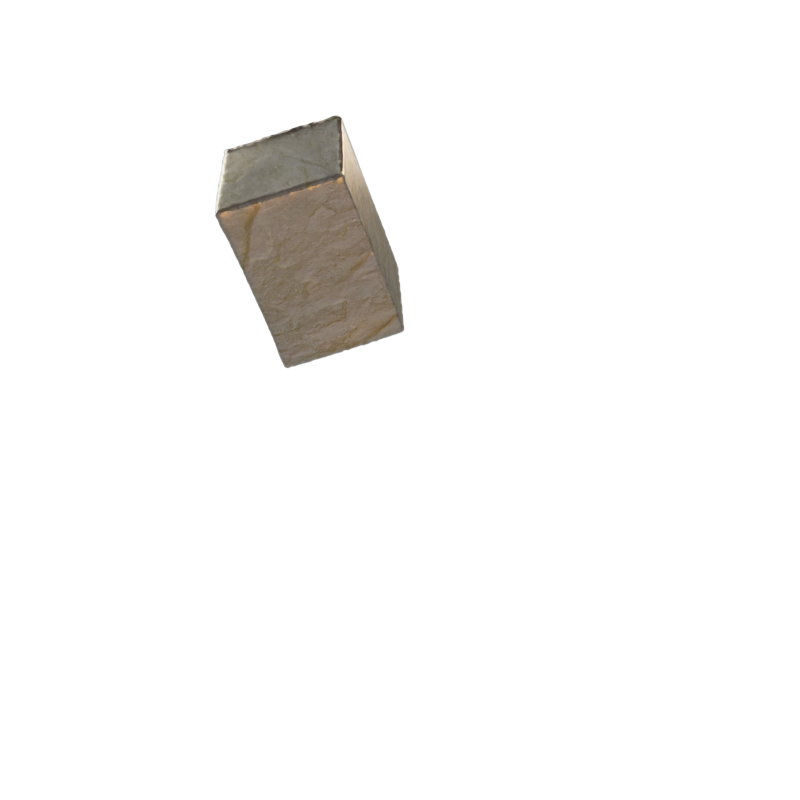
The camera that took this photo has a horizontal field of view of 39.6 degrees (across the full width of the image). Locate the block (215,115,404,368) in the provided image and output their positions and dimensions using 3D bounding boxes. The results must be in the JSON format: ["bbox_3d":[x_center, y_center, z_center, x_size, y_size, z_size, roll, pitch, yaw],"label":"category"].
[{"bbox_3d":[-0.035,-0.063,0.444,0.053,0.073,0.055,-16,33,9],"label":"block"}]
